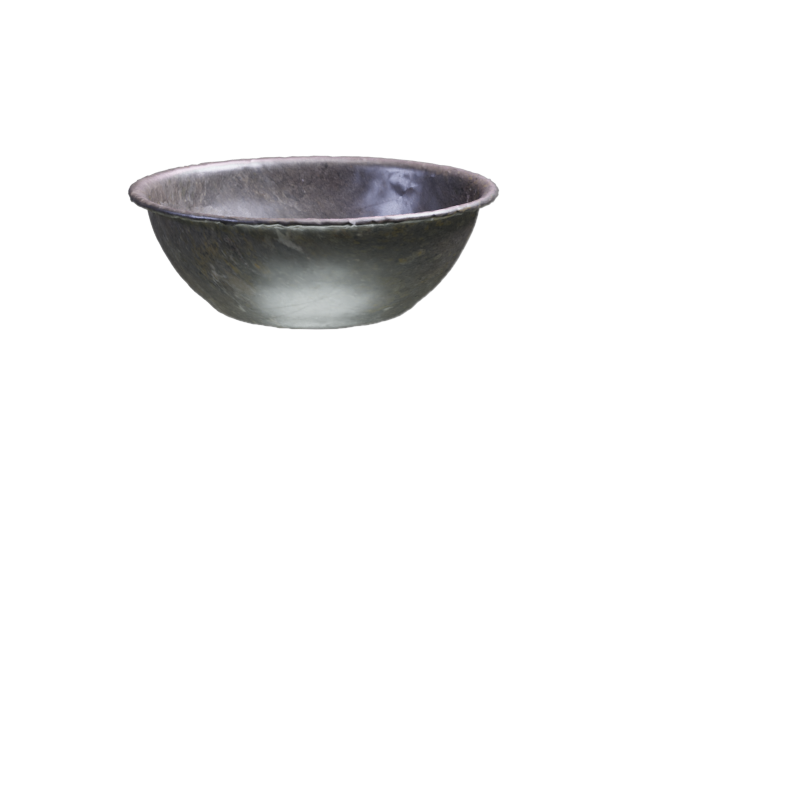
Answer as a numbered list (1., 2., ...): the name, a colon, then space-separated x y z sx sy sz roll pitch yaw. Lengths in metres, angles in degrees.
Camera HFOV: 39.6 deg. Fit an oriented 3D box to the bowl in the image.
1. bowl: -0.039 -0.070 0.494 0.162 0.053 0.169 -1 19 -2
